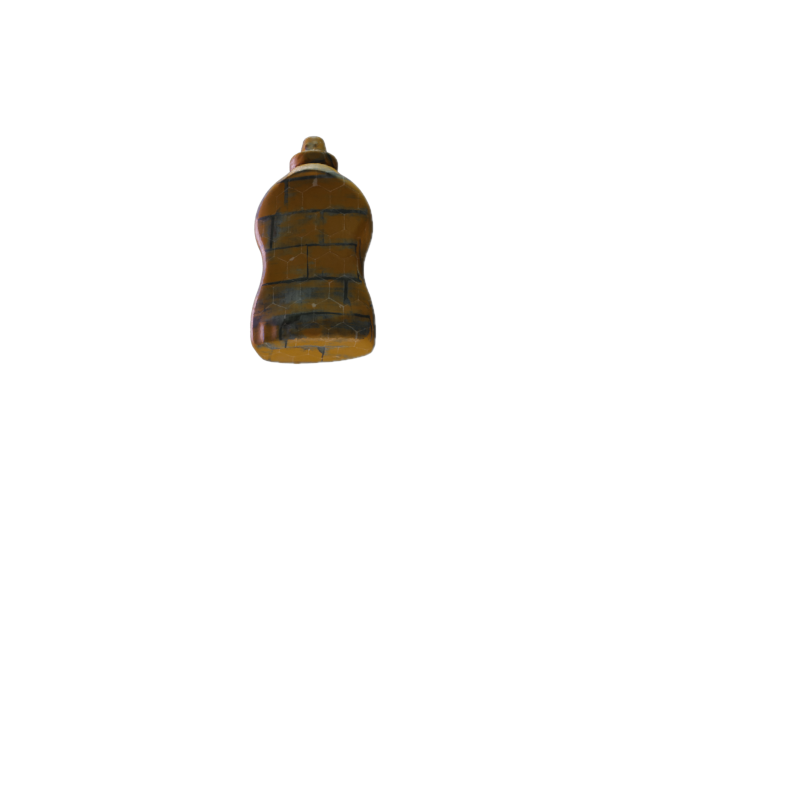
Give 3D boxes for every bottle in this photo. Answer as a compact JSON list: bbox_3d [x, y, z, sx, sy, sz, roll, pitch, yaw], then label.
[{"bbox_3d":[-0.070,-0.128,0.897,0.097,0.202,0.055,-6,-24,10],"label":"bottle"}]
